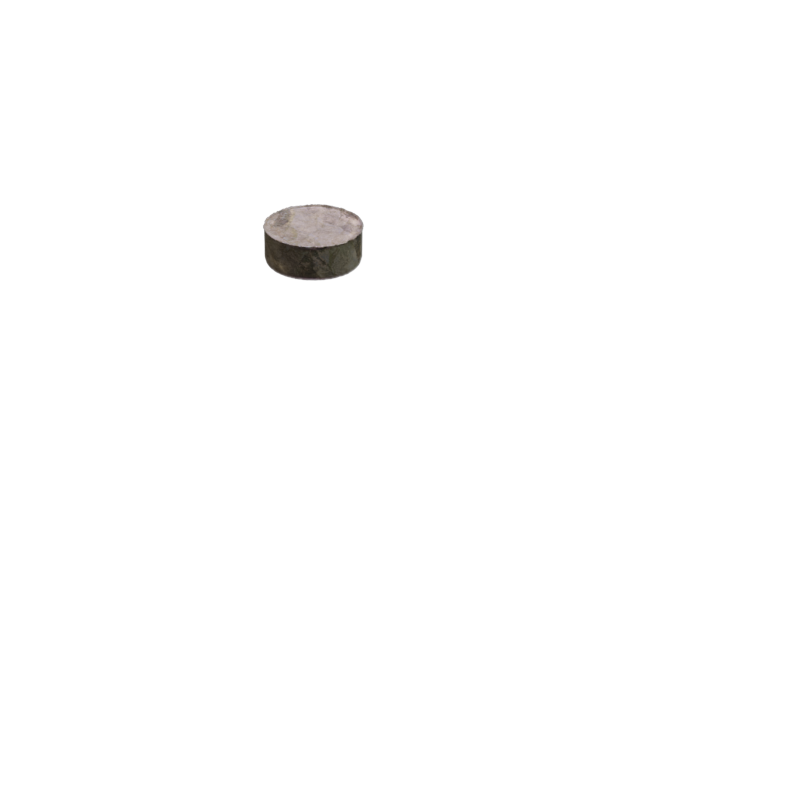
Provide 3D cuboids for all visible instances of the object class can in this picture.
[{"bbox_3d":[-0.075,-0.136,0.953,0.086,0.032,0.091,-1,32,-2],"label":"can"}]
